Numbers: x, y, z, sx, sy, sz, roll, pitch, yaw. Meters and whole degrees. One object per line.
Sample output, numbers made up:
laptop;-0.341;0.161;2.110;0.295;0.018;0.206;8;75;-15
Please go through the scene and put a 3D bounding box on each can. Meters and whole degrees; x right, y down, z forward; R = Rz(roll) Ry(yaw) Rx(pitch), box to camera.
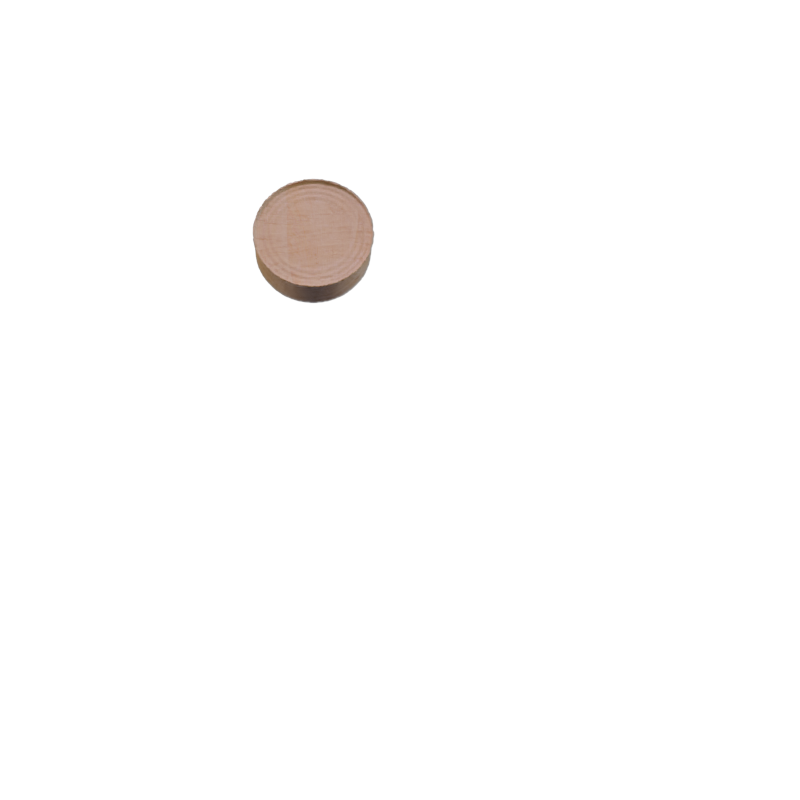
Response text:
can;-0.062;-0.114;0.796;0.086;0.091;0.032;-1;-24;-1
